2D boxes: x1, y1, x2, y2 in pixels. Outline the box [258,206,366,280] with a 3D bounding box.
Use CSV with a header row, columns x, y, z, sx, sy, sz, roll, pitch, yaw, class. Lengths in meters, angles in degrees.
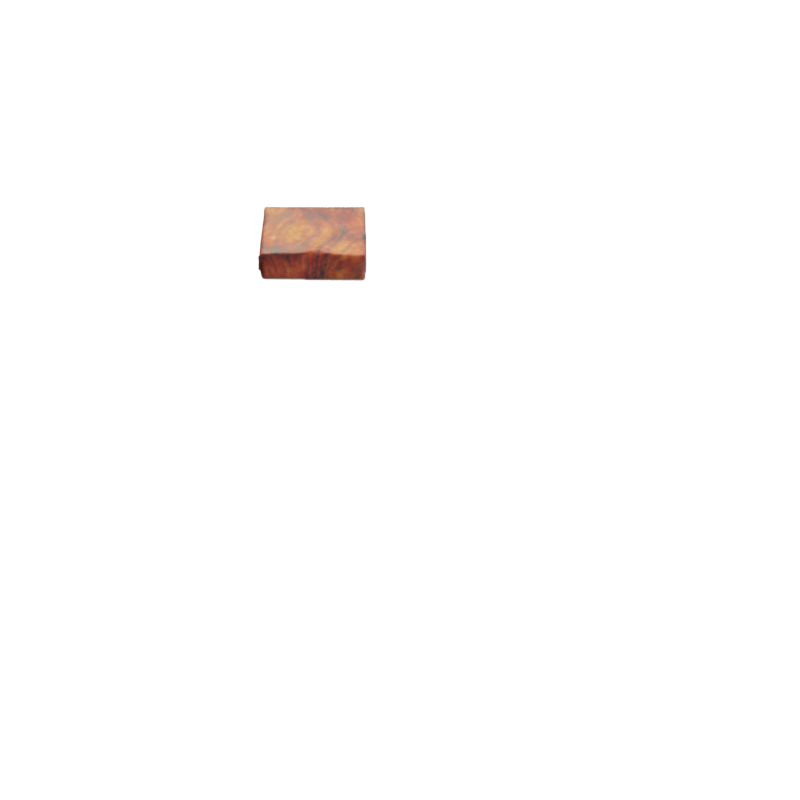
x,y,z,sx,sy,sz,roll,pitch,yaw,class
-0.074,-0.134,0.942,0.089,0.028,0.078,0,39,0,box
